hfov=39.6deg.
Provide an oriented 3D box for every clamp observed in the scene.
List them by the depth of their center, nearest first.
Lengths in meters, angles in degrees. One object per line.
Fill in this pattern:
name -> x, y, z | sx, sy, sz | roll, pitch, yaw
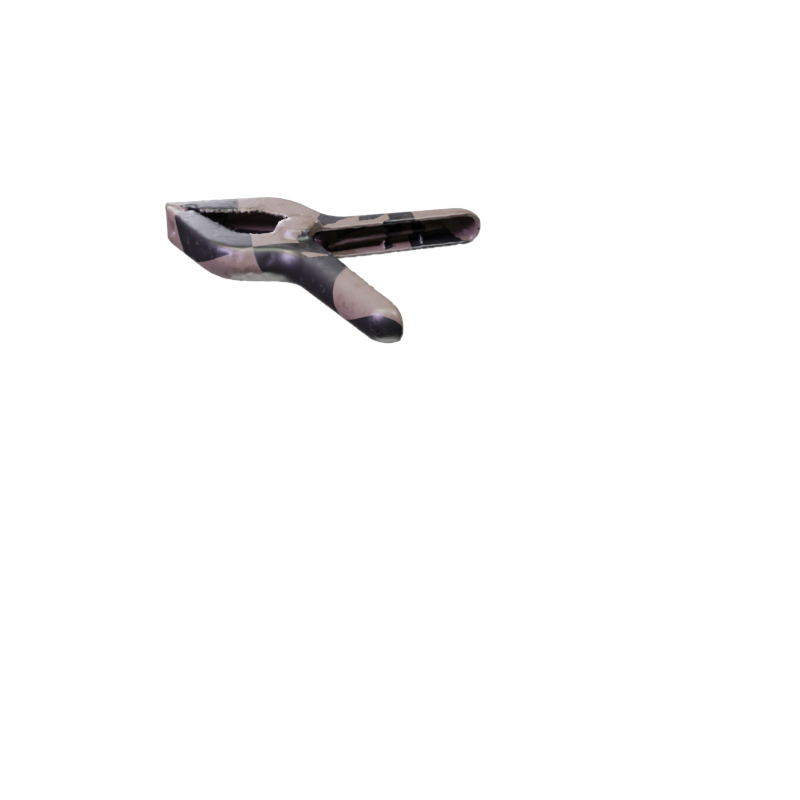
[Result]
clamp -> -0.058, -0.106, 0.740 | 0.220, 0.034, 0.167 | 17, 35, 25
